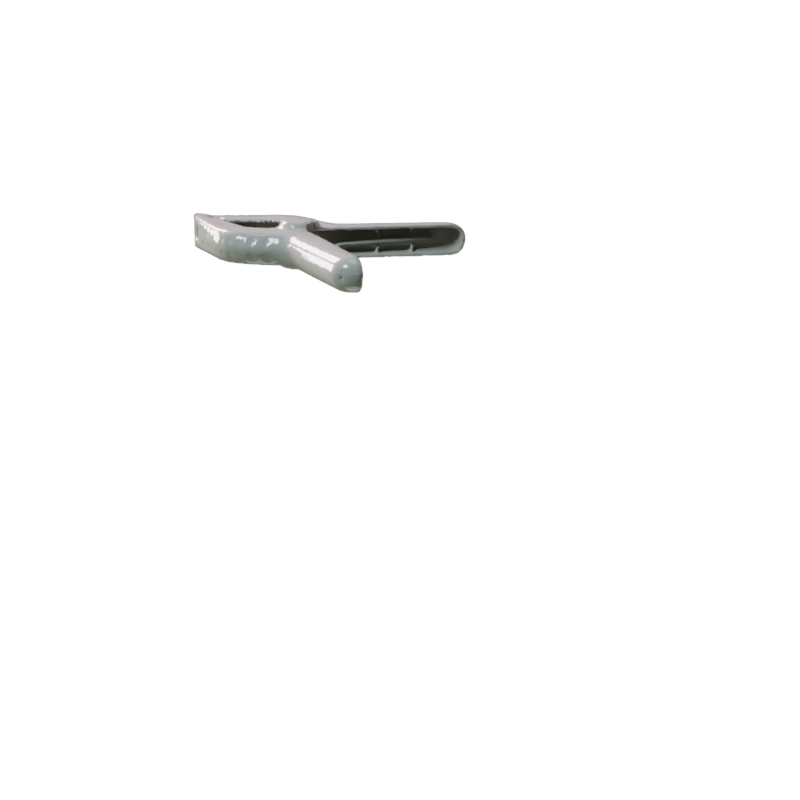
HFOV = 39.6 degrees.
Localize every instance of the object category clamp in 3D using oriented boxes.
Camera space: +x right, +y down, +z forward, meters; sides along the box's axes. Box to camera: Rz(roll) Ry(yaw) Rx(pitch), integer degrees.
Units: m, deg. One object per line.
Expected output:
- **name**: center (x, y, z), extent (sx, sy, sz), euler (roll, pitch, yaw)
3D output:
- **clamp**: center (-0.066, -0.121, 0.846), extent (0.221, 0.035, 0.162), euler (14, 22, 36)
